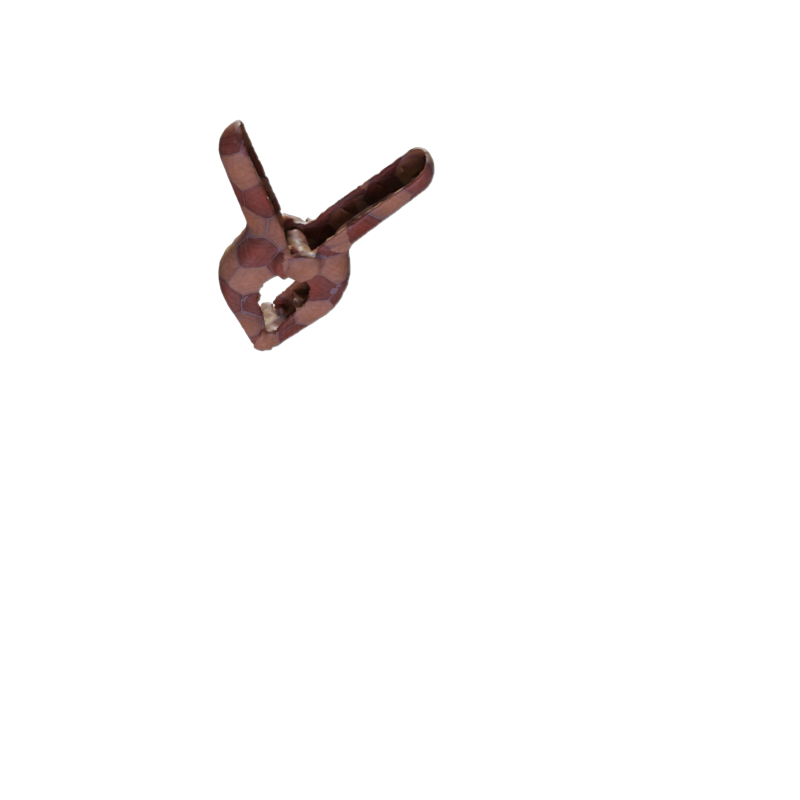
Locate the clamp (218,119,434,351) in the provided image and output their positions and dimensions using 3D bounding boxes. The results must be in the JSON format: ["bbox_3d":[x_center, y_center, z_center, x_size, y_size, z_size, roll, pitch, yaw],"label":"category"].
[{"bbox_3d":[-0.051,-0.092,0.648,0.119,0.042,0.161,6,-38,-8],"label":"clamp"}]
